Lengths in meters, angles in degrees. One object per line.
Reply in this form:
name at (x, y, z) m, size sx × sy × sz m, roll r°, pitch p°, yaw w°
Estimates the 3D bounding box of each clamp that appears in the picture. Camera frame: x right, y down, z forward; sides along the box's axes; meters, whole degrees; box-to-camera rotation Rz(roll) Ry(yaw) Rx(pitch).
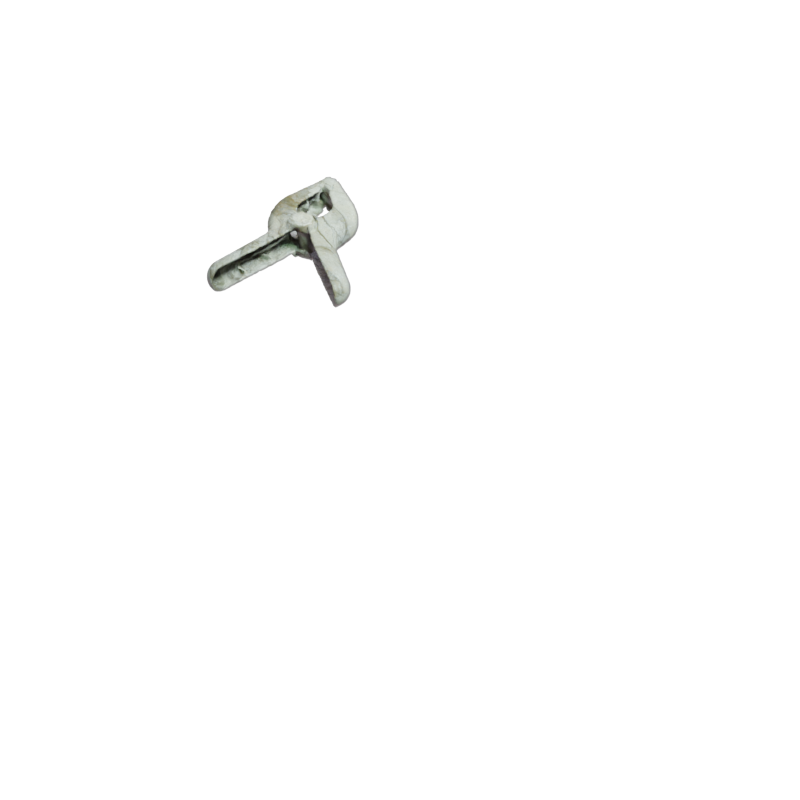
clamp at (-0.074, -0.135, 0.944) m, size 0.124 × 0.037 × 0.177 m, roll 17°, pitch 45°, yaw 17°
